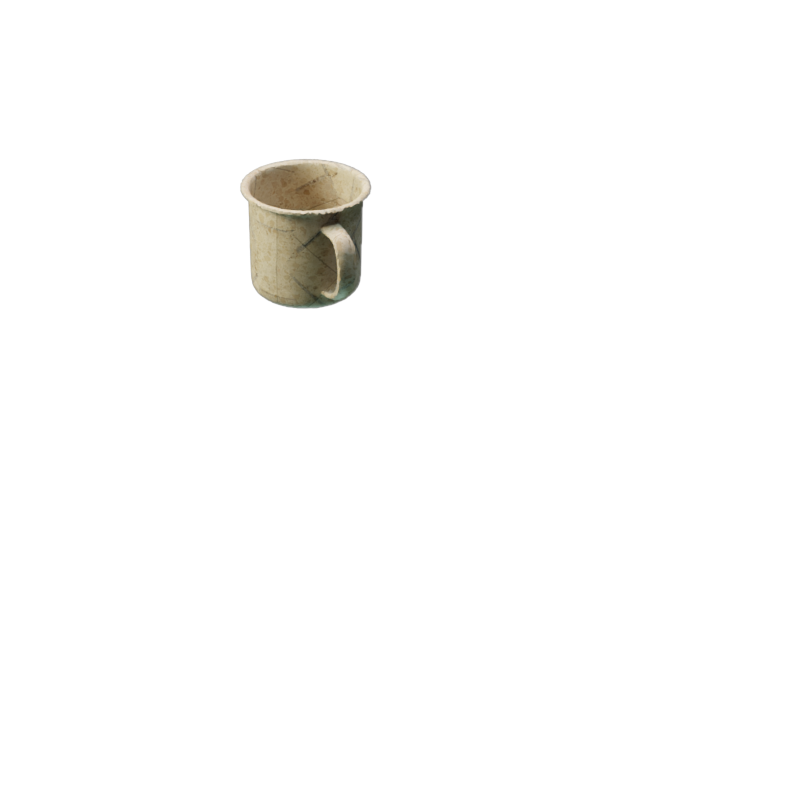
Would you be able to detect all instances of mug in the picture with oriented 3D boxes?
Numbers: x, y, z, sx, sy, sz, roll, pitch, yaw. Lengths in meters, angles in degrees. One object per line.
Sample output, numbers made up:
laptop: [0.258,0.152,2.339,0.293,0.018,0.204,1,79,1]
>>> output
mug: [-0.062,-0.113,0.794,0.092,0.077,0.126,-16,36,-25]
